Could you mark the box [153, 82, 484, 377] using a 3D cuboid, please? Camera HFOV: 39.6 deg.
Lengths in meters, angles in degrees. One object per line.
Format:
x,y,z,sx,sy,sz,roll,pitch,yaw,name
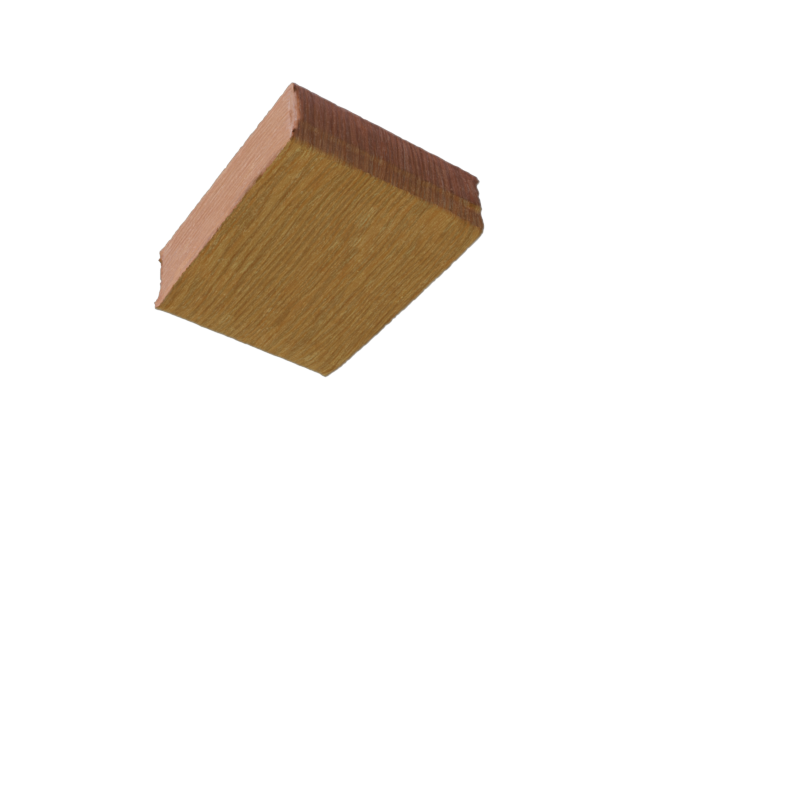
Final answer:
-0.035,-0.064,0.452,0.086,0.042,0.111,25,-49,-25,box
